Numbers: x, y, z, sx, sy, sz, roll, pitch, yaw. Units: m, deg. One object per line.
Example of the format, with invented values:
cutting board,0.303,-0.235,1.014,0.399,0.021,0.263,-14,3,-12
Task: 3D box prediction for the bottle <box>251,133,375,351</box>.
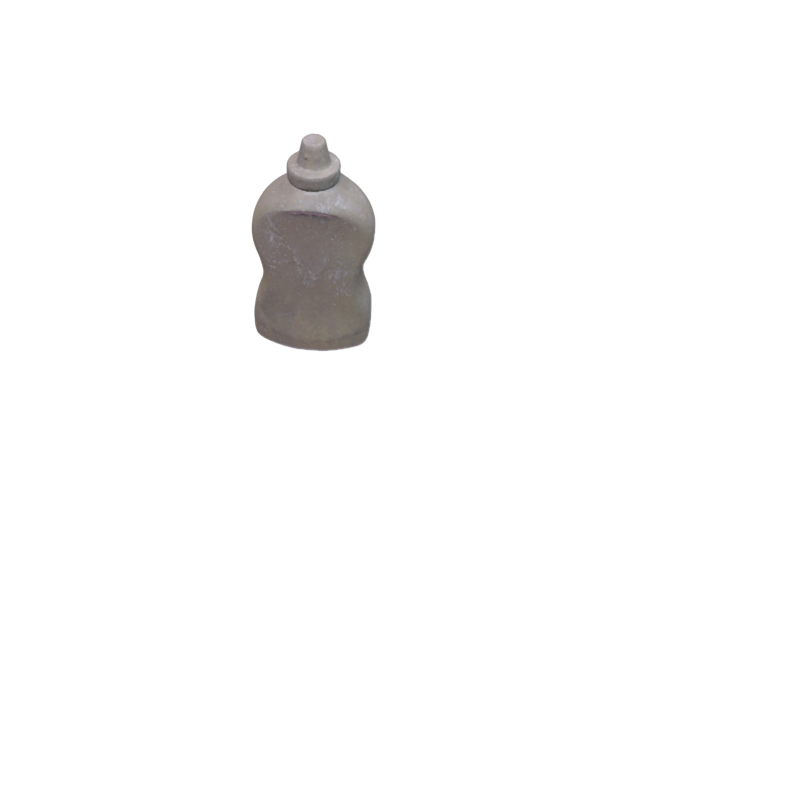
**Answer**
bottle,-0.068,-0.125,0.875,0.097,0.179,0.062,7,43,4
